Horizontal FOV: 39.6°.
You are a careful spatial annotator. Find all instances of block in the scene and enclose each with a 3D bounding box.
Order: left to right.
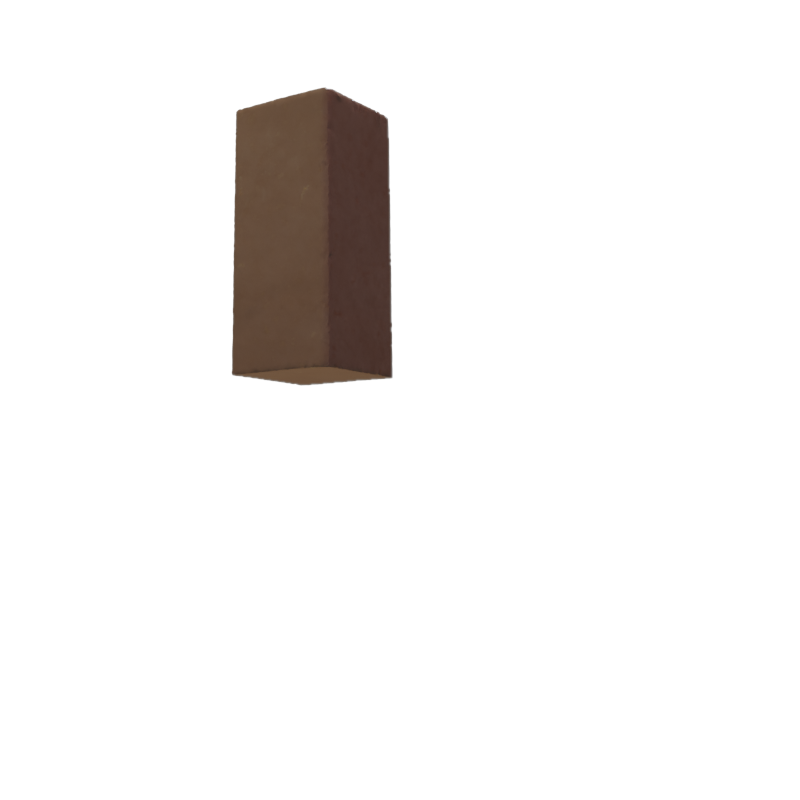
[{"bbox_3d":[-0.066,-0.121,0.846,0.092,0.213,0.086,-9,-14,33],"label":"block"}]
